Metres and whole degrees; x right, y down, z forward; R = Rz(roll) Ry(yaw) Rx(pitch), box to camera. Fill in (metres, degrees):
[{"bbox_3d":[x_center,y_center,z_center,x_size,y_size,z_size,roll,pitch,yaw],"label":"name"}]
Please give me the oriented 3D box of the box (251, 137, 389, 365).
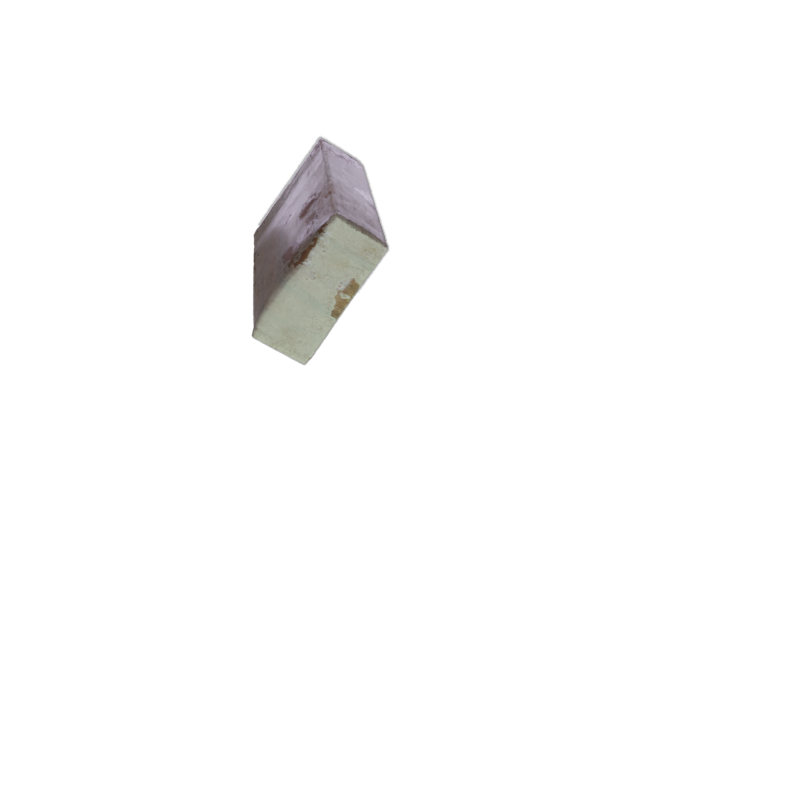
[{"bbox_3d":[-0.056,-0.104,0.726,0.046,0.092,0.186,32,19,-18],"label":"box"}]
